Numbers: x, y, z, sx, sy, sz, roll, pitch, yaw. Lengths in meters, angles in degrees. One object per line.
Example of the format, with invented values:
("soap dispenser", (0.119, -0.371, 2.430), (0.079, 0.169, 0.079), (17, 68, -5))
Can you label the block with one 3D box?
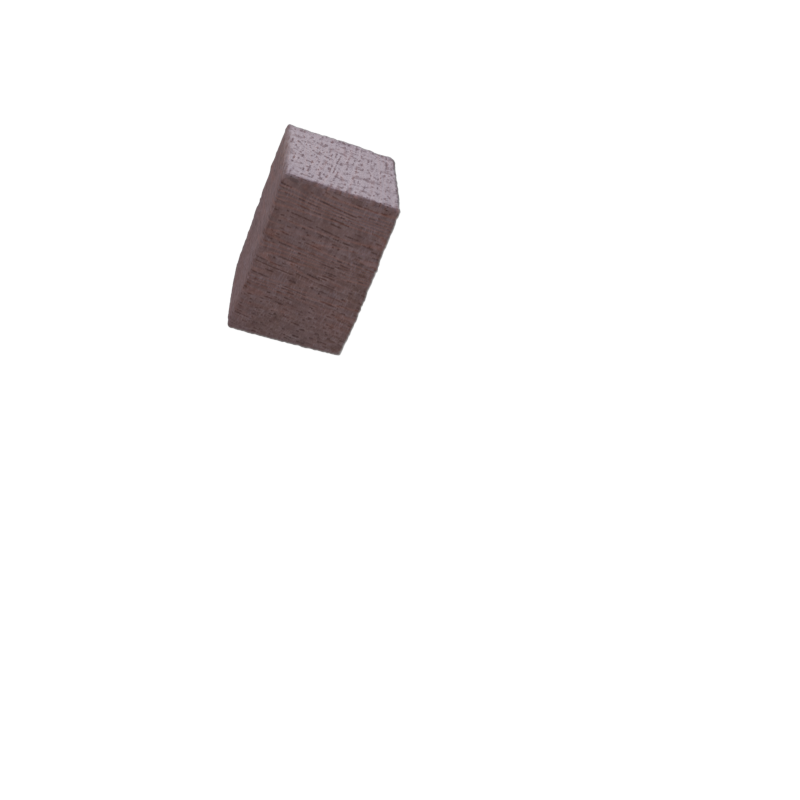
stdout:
("block", (-0.038, -0.069, 0.481), (0.052, 0.075, 0.055), (18, 29, -13))
